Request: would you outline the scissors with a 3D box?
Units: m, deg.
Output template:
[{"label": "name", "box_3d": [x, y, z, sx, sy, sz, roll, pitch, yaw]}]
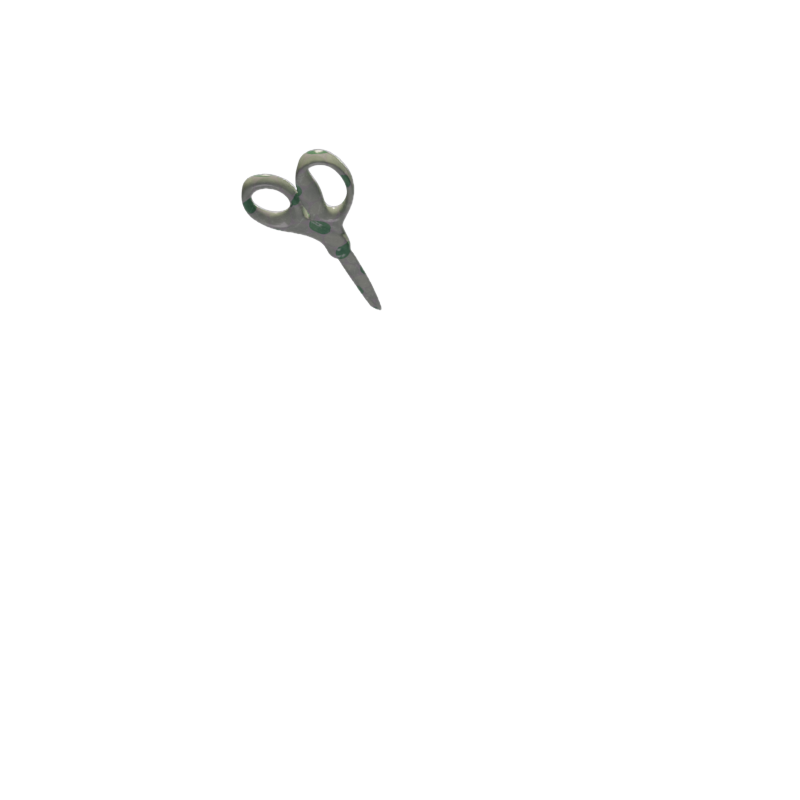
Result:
[{"label": "scissors", "box_3d": [-0.070, -0.128, 0.897, 0.097, 0.017, 0.187, -3, -34, 4]}]
